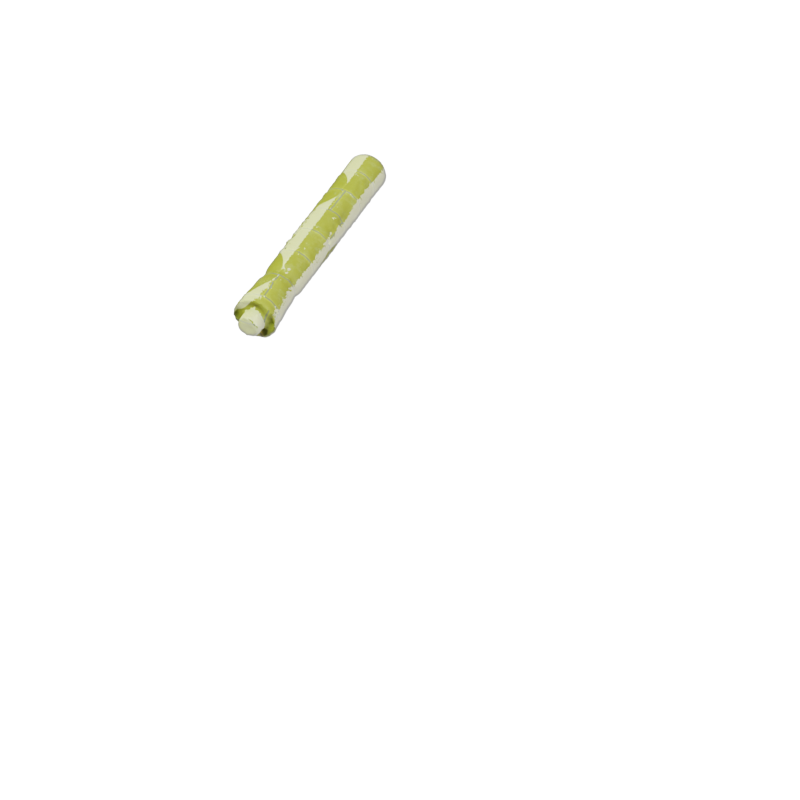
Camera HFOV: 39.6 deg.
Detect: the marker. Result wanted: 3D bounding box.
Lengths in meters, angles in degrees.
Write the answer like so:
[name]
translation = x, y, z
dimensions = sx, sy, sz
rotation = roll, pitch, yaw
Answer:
[marker]
translation = -0.037, -0.068, 0.475
dimensions = 0.020, 0.018, 0.125
rotation = 1, 39, 27
